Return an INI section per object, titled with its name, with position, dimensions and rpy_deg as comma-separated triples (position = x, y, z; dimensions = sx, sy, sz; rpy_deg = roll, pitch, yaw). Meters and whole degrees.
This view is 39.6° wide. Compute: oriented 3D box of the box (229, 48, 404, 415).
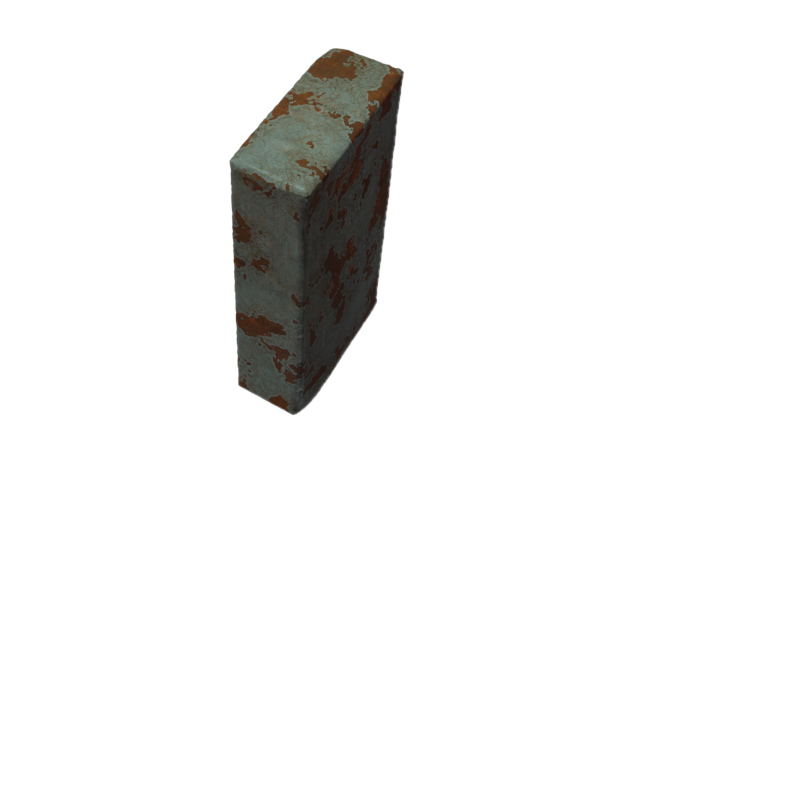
[box]
position = -0.043, -0.079, 0.549
dimensions = 0.050, 0.097, 0.164
rpy_deg = 23, -35, 13
